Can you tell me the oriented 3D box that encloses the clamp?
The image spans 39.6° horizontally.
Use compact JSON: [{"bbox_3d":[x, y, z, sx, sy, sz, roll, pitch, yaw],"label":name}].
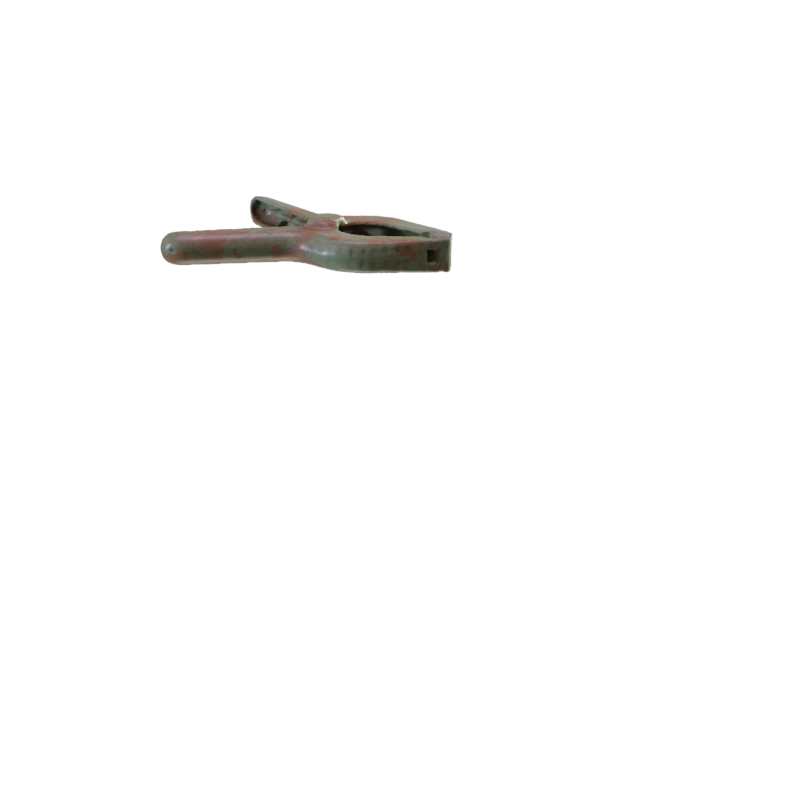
[{"bbox_3d":[-0.067,-0.121,0.850,0.219,0.035,0.165,11,25,26],"label":"clamp"}]
